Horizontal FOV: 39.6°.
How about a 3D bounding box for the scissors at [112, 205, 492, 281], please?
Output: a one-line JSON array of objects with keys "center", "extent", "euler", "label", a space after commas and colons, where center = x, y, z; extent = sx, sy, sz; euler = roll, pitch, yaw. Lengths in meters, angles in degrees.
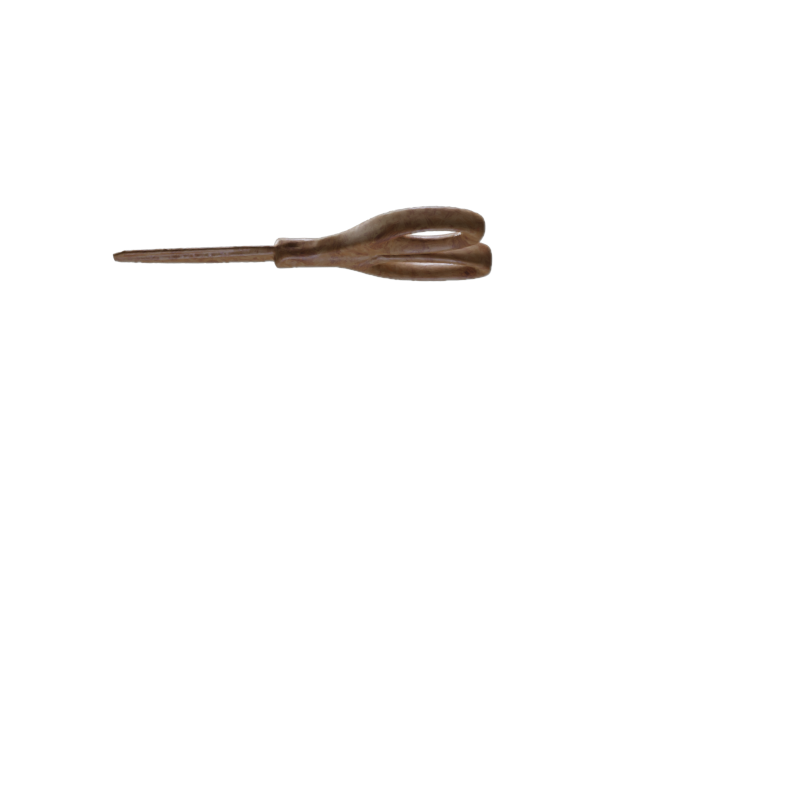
[{"center": [-0.045, -0.082, 0.571], "extent": [0.198, 0.016, 0.094], "euler": [3, -13, -11], "label": "scissors"}]
